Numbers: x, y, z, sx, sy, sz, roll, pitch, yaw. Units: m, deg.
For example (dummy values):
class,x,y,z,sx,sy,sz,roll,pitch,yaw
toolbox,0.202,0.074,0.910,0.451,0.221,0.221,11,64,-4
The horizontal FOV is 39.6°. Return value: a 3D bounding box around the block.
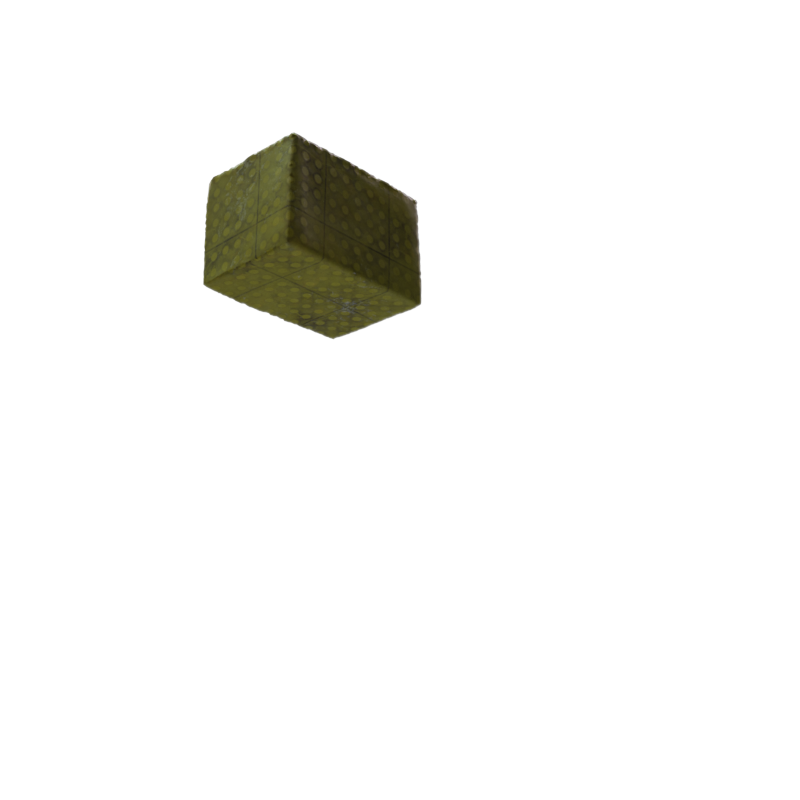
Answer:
class,x,y,z,sx,sy,sz,roll,pitch,yaw
block,-0.036,-0.066,0.459,0.053,0.054,0.073,-22,-31,38
